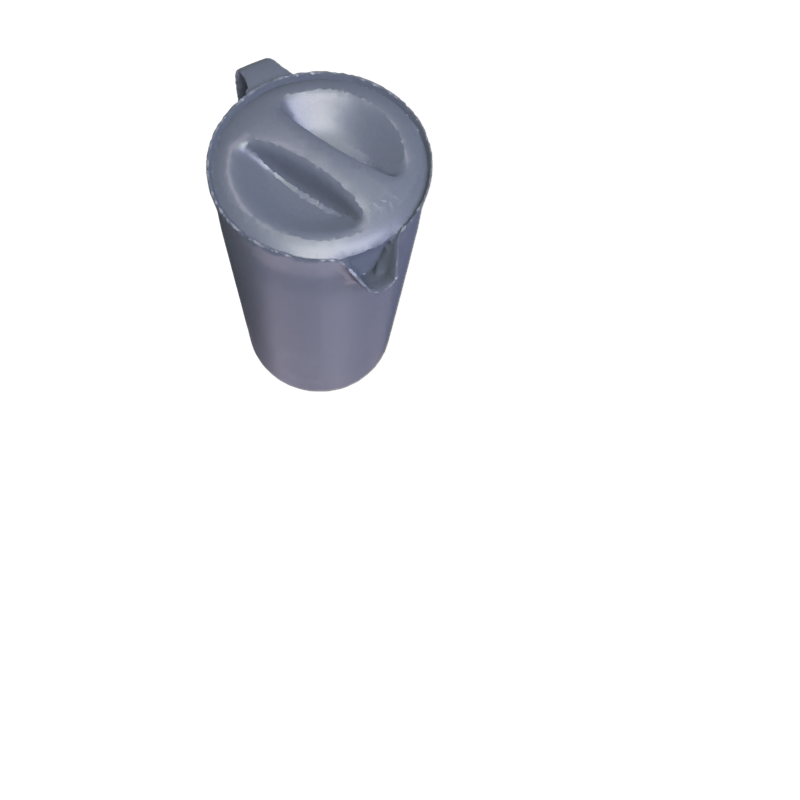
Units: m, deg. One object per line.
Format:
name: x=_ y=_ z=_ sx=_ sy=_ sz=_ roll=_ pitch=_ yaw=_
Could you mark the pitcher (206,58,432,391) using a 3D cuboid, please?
pitcher: x=-0.059 y=-0.107 z=0.752 sx=0.147 sy=0.156 sz=0.230 roll=16 pitch=-24 yaw=4
